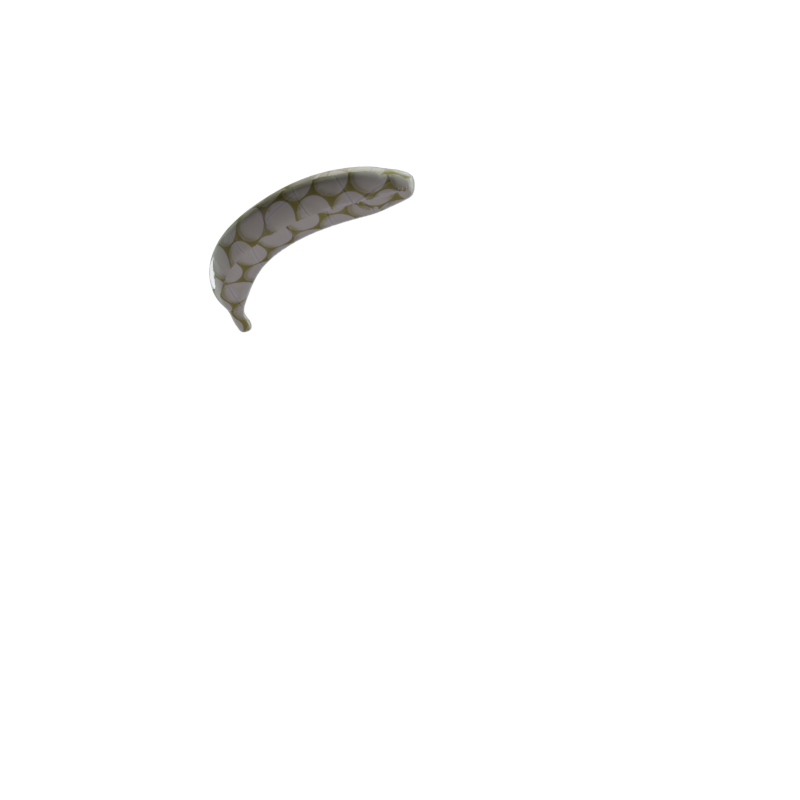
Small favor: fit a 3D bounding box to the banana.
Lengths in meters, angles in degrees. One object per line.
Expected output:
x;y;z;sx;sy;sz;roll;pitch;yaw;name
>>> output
-0.078;-0.117;0.782;0.065;0.039;0.196;28;-44;-33;banana
